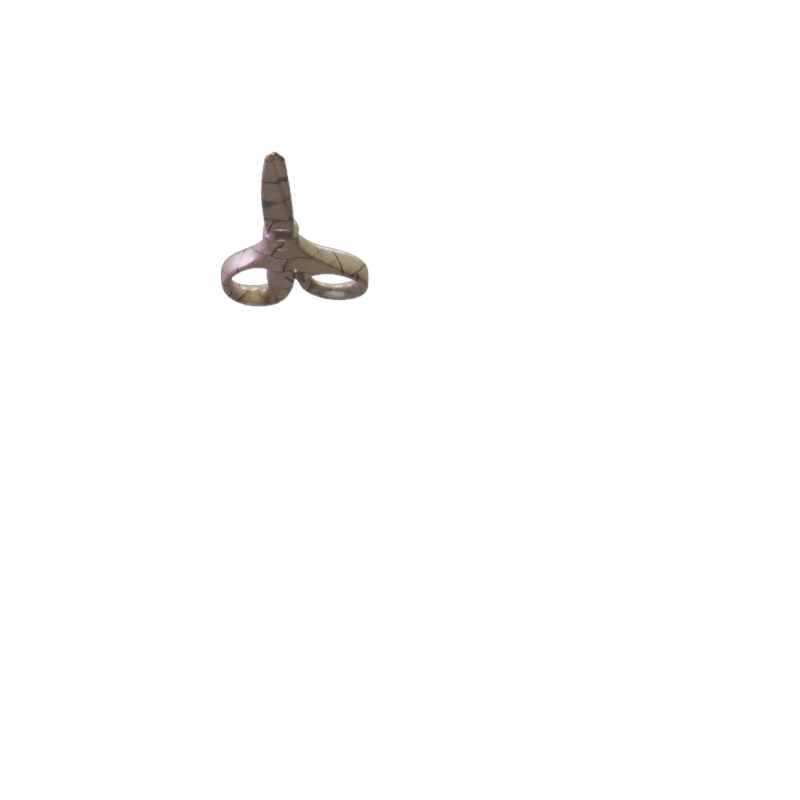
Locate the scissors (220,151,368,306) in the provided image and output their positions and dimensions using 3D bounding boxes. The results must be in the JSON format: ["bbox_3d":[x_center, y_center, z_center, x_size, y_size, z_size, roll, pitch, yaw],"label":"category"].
[{"bbox_3d":[-0.047,-0.085,0.598,0.094,0.016,0.198,4,-14,-18],"label":"scissors"}]
